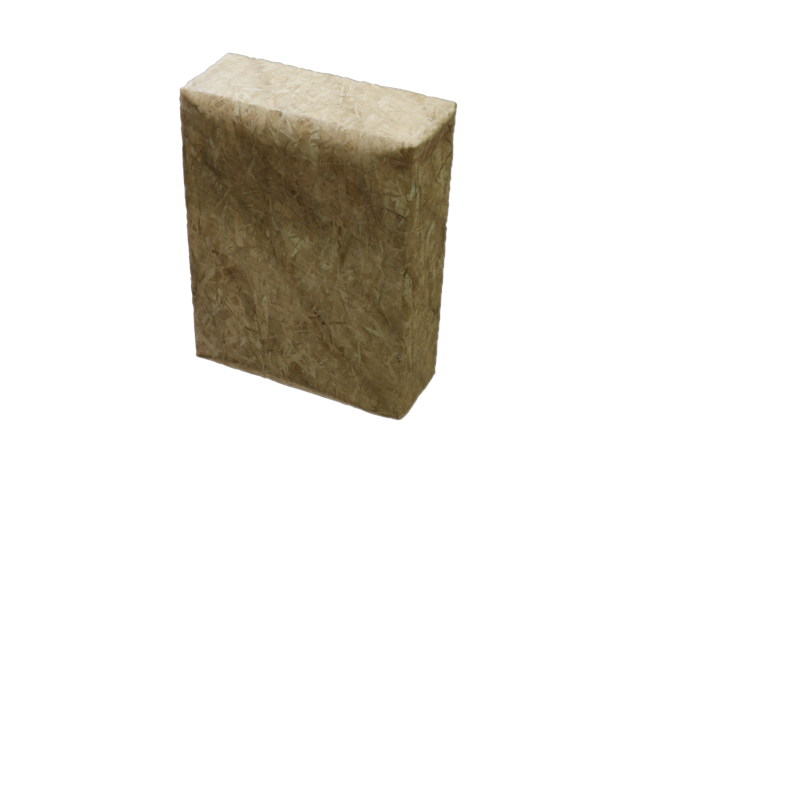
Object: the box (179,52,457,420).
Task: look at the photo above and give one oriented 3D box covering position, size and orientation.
[{"bbox_3d":[-0.057,-0.104,0.730,0.171,0.200,0.074,18,39,20],"label":"box"}]
